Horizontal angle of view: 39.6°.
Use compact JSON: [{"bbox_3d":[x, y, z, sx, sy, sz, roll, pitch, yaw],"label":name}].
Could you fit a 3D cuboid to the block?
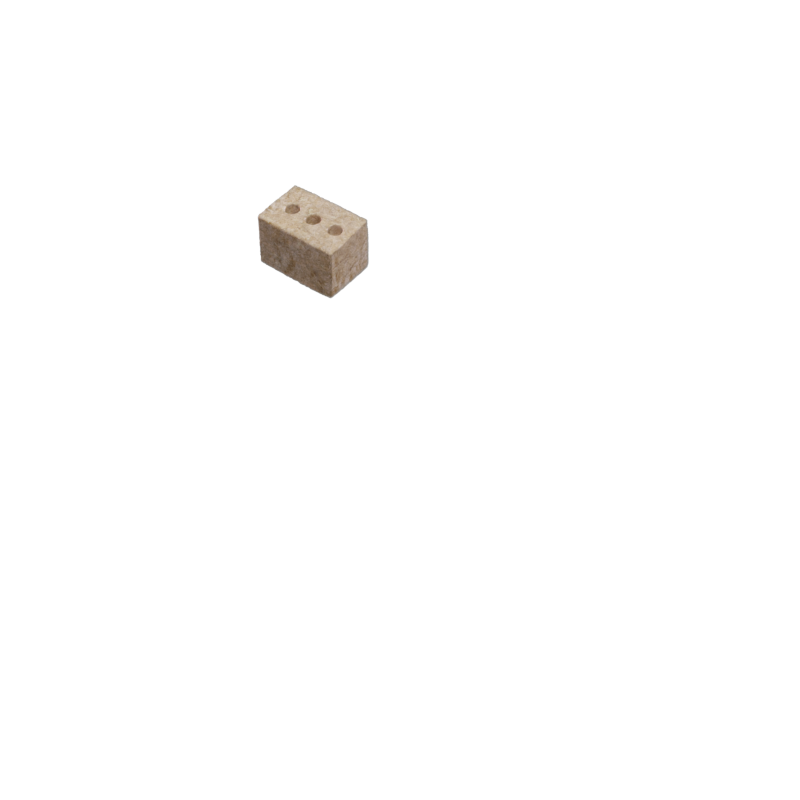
[{"bbox_3d":[-0.072,-0.131,0.914,0.082,0.048,0.054,28,51,24],"label":"block"}]
